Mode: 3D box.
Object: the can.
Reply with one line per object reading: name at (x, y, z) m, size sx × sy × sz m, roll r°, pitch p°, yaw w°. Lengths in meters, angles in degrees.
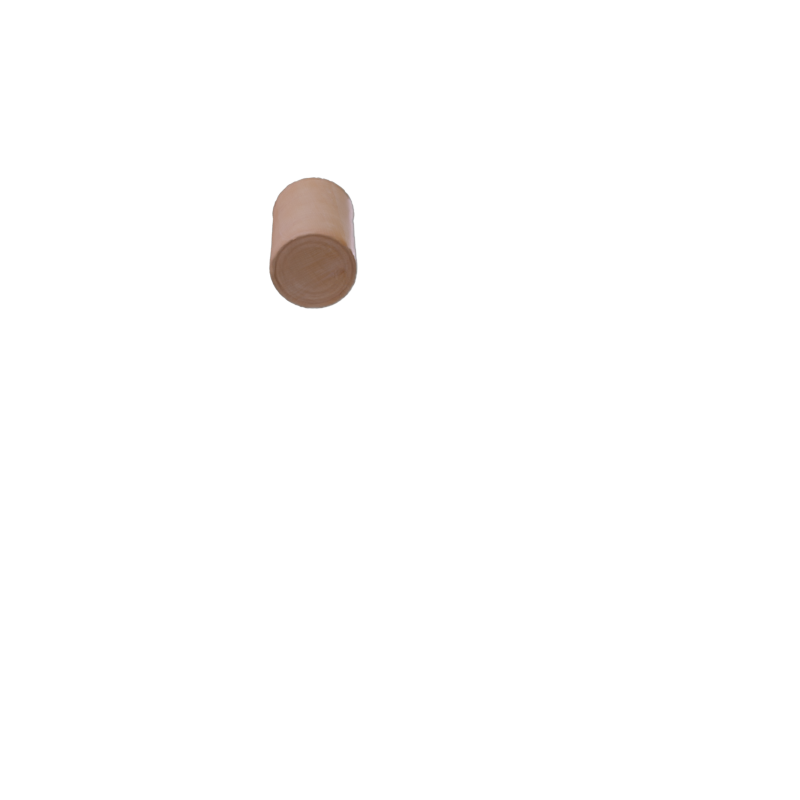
can at (-0.068, -0.125, 0.875) m, size 0.068 × 0.064 × 0.109 m, roll -1°, pitch 31°, yaw -3°
